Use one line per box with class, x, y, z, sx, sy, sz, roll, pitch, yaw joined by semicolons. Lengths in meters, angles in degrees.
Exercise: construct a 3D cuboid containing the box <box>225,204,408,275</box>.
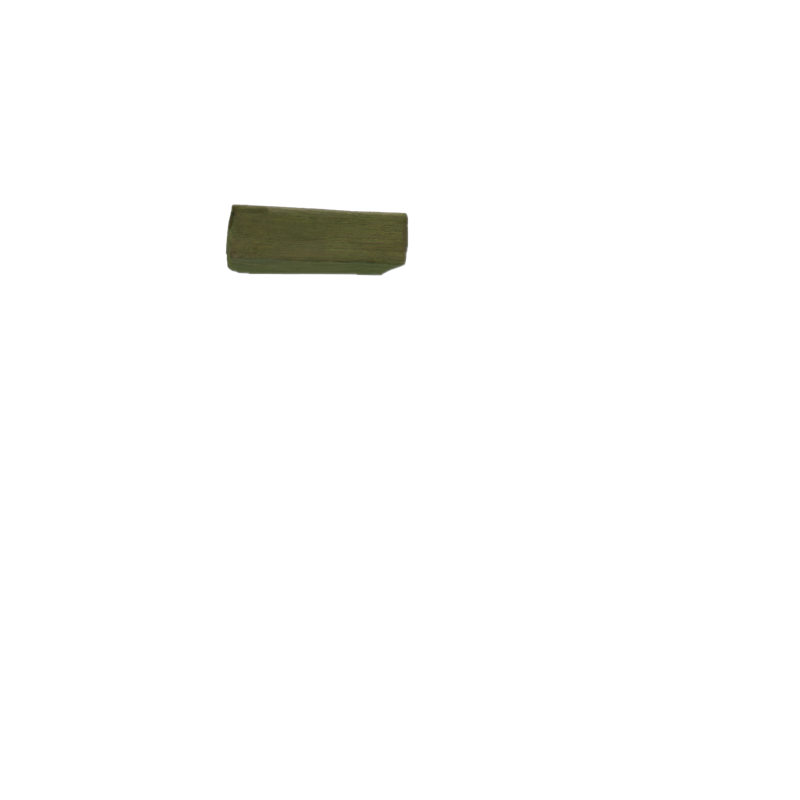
box;-0.057;-0.104;0.727;0.112;0.039;0.090;0;0;-7
